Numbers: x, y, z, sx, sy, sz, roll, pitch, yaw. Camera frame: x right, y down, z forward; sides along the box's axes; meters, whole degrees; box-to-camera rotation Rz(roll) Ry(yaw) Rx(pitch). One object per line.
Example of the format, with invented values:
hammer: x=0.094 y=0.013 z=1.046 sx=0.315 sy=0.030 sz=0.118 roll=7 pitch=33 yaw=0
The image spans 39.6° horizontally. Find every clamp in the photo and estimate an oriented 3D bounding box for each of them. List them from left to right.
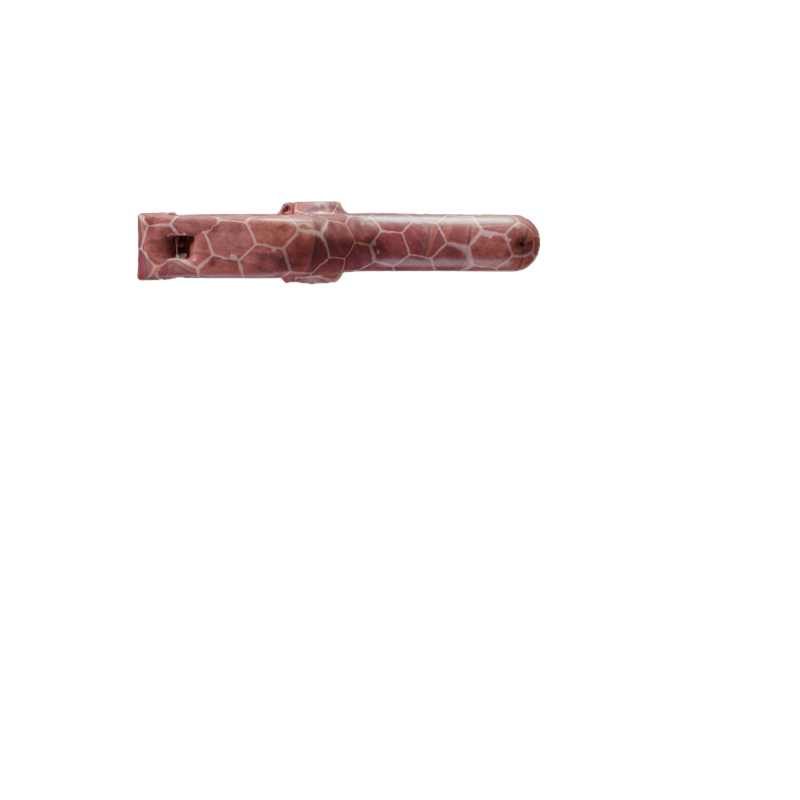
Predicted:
clamp: x=-0.039 y=-0.071 z=0.498 sx=0.167 sy=0.039 sz=0.123 roll=-2 pitch=3 yaw=-24
